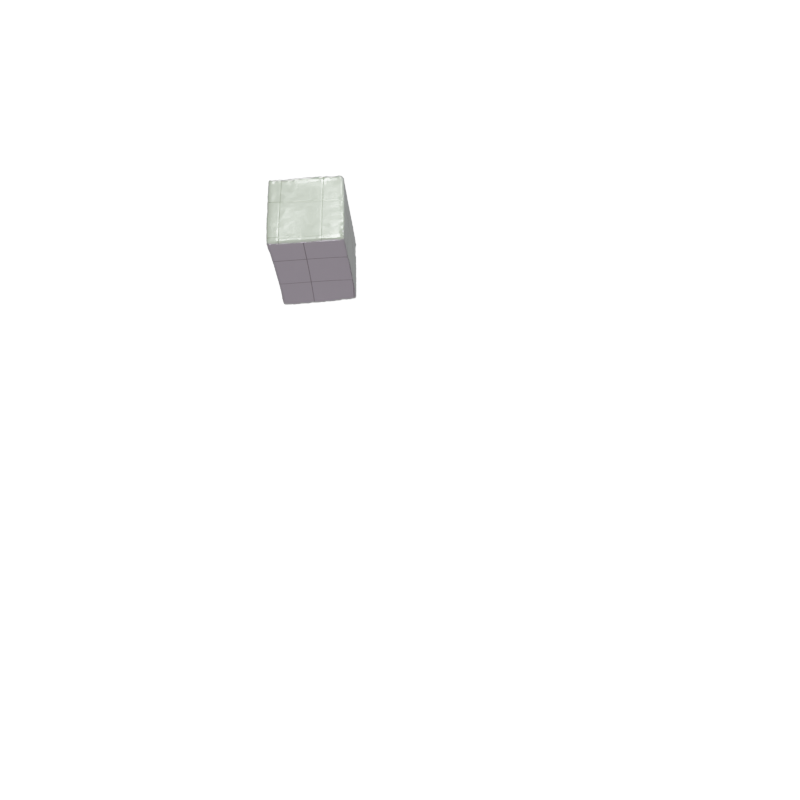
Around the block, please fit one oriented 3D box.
[{"bbox_3d":[-0.059,-0.107,0.752,0.053,0.055,0.073,-3,-30,3],"label":"block"}]
